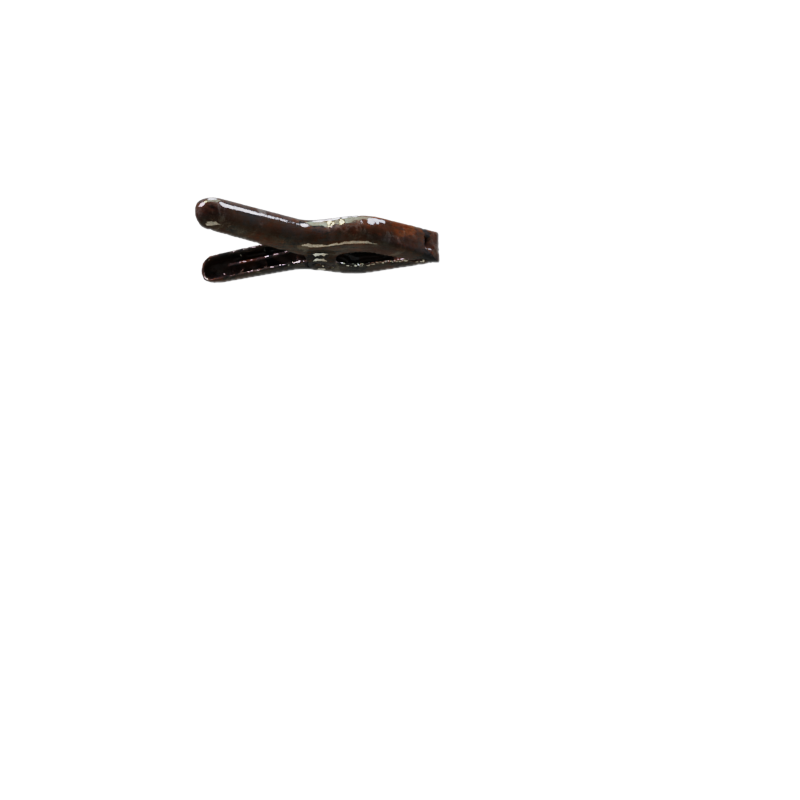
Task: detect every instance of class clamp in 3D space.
[{"bbox_3d":[-0.072,-0.132,0.922,0.211,0.038,0.158,0,-11,2],"label":"clamp"}]
